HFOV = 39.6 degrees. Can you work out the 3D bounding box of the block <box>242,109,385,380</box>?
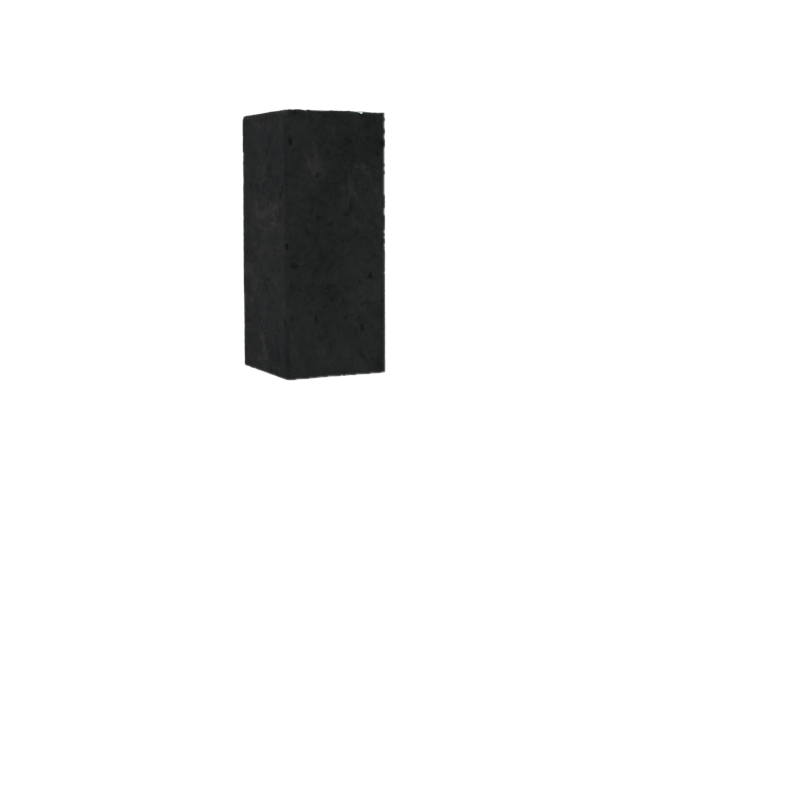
[{"bbox_3d":[-0.071,-0.128,0.897,0.087,0.205,0.094,-2,5,-29],"label":"block"}]
